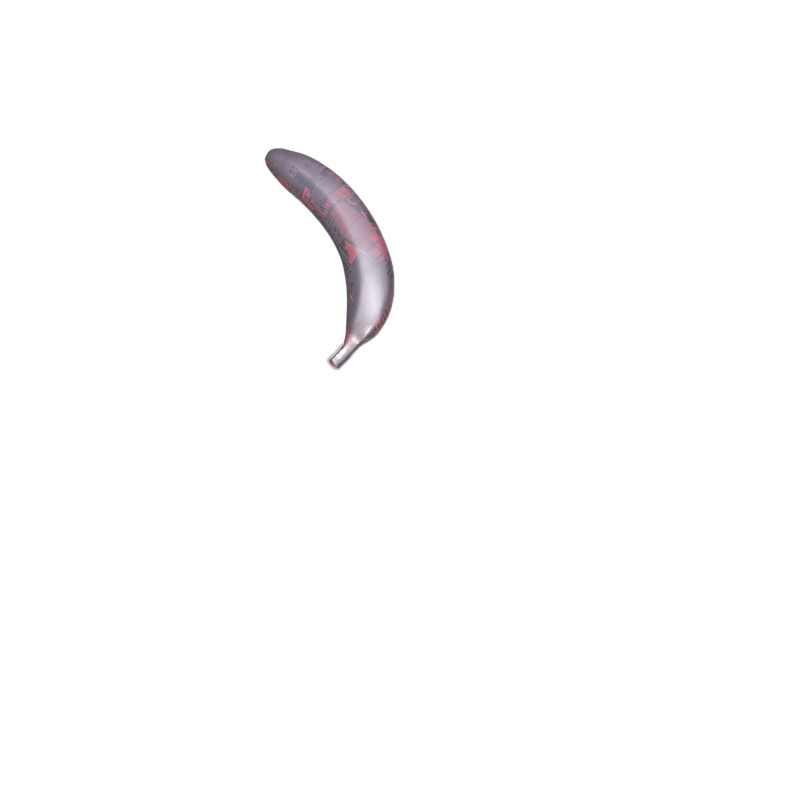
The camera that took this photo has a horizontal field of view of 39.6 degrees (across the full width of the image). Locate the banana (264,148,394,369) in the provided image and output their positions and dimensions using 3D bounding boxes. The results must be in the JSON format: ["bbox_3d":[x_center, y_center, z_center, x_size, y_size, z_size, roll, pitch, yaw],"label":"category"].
[{"bbox_3d":[-0.048,-0.124,0.859,0.069,0.211,0.035,-15,-28,-9],"label":"banana"}]
